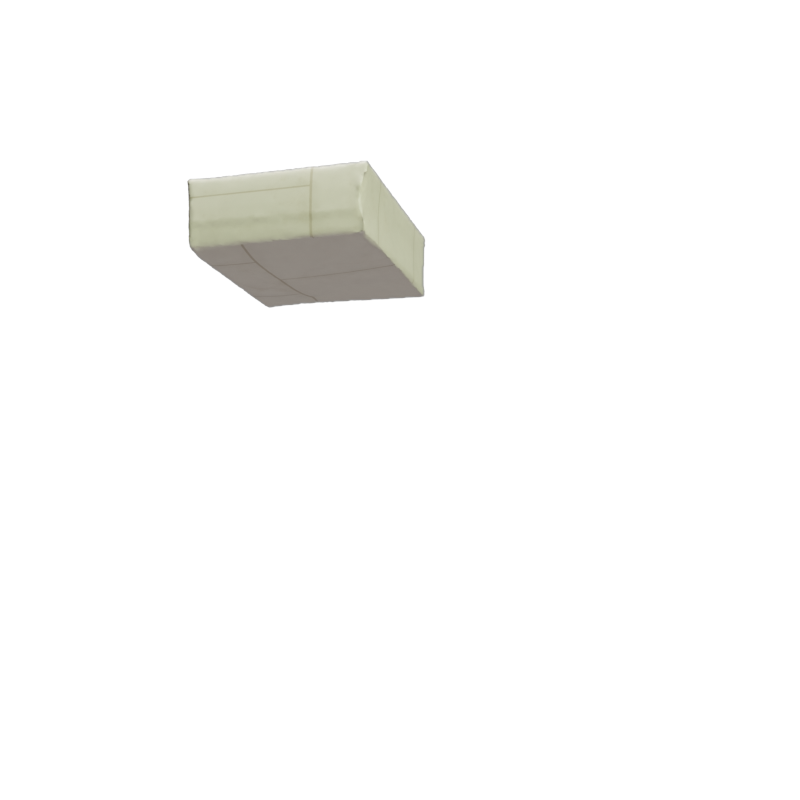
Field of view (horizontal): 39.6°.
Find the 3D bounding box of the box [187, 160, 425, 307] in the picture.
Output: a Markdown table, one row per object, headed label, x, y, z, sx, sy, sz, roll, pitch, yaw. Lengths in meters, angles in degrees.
| label | x | y | z | sx | sy | sz | roll | pitch | yaw |
| --- | --- | --- | --- | --- | --- | --- | --- | --- | --- |
| box | -0.043 | -0.079 | 0.550 | 0.091 | 0.040 | 0.108 | -3 | -11 | 16 |
